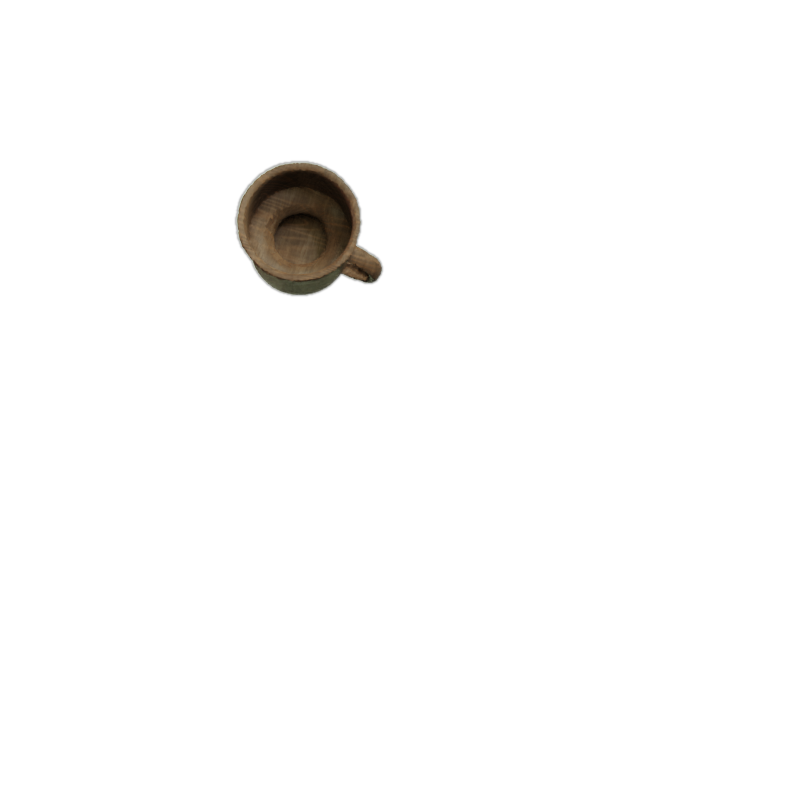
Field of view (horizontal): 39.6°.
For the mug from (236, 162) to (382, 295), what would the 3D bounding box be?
[{"bbox_3d":[-0.068,-0.123,0.863,0.119,0.095,0.079,25,-12,4],"label":"mug"}]
